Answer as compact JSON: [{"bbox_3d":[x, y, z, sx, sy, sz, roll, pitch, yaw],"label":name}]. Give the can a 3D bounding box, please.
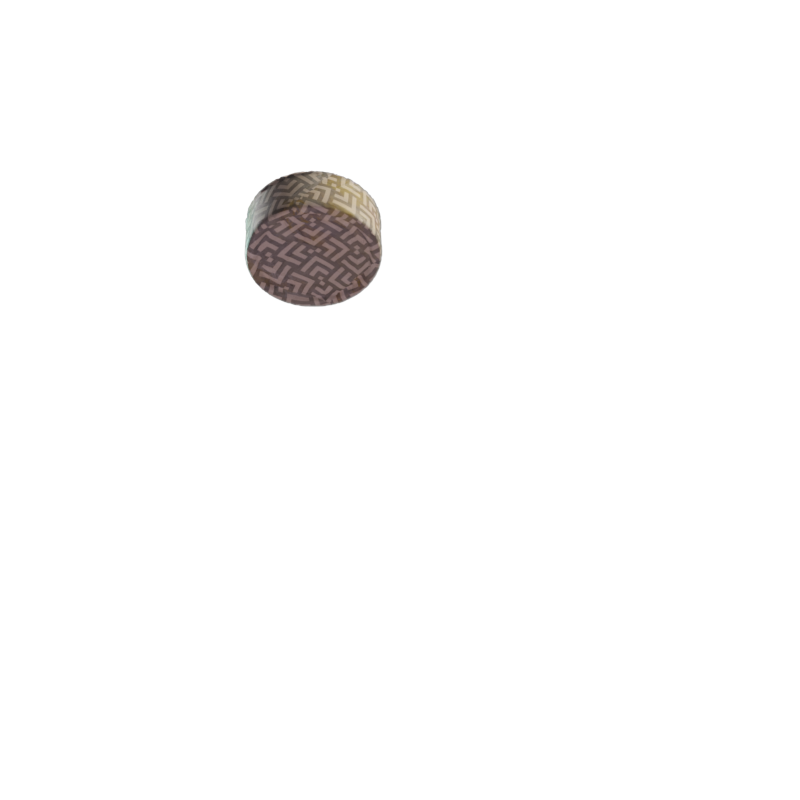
[{"bbox_3d":[-0.054,-0.098,0.688,0.086,0.080,0.036,1,45,-1],"label":"can"}]
